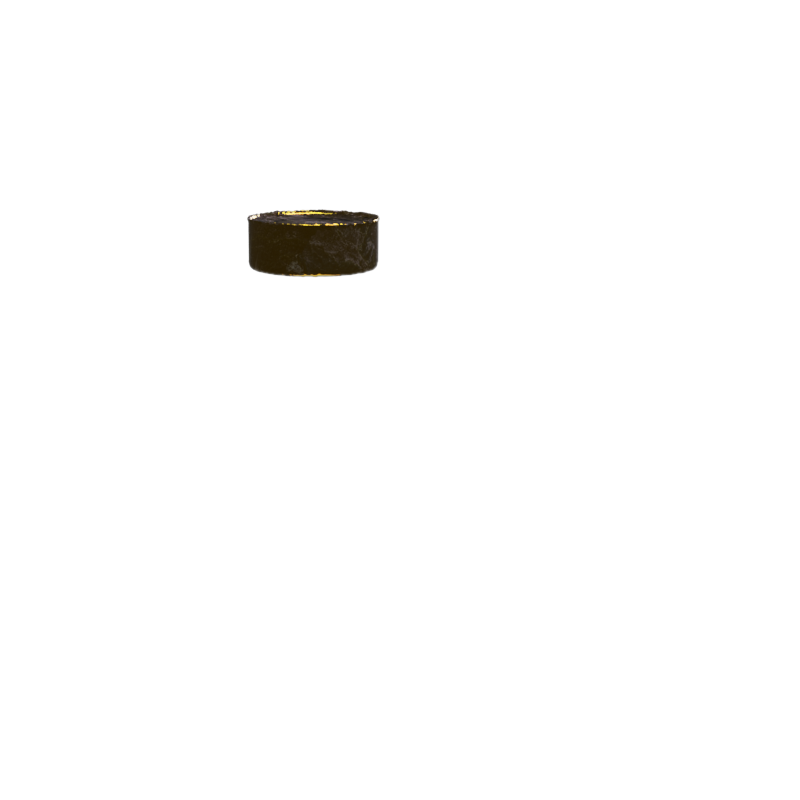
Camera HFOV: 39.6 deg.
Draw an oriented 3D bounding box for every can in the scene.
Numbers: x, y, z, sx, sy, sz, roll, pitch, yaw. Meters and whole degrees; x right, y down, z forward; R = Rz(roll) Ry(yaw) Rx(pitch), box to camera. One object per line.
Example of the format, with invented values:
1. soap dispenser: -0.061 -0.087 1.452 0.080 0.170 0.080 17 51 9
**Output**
1. can: -0.056 -0.103 0.719 0.086 0.033 0.088 0 14 -2
